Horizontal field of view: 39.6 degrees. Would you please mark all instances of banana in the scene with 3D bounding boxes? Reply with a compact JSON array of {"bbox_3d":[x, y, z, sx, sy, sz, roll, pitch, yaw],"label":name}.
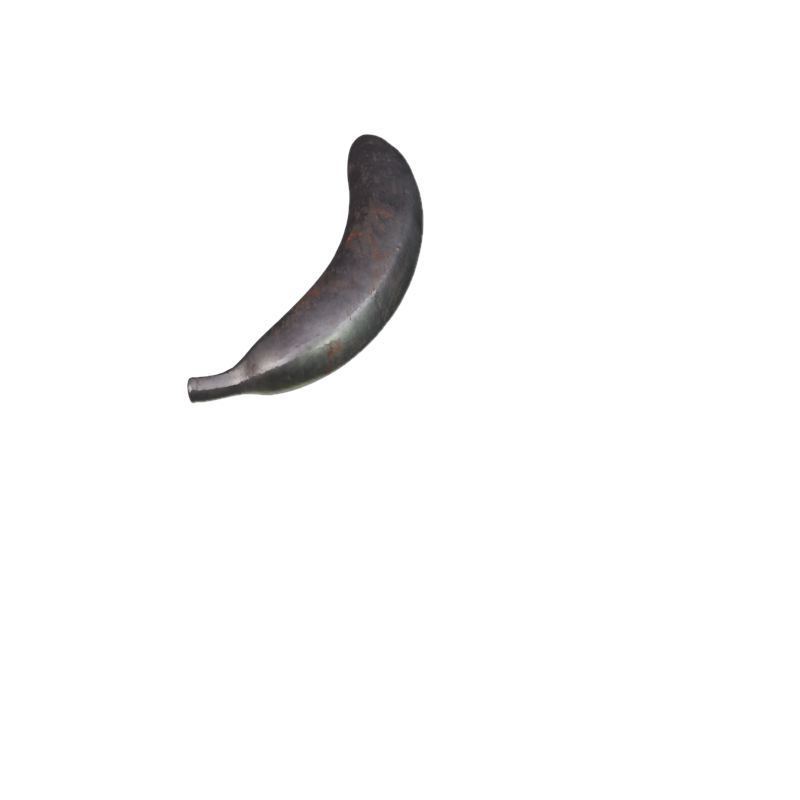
[{"bbox_3d":[-0.026,-0.067,0.523,0.072,0.034,0.206,15,47,14],"label":"banana"}]
